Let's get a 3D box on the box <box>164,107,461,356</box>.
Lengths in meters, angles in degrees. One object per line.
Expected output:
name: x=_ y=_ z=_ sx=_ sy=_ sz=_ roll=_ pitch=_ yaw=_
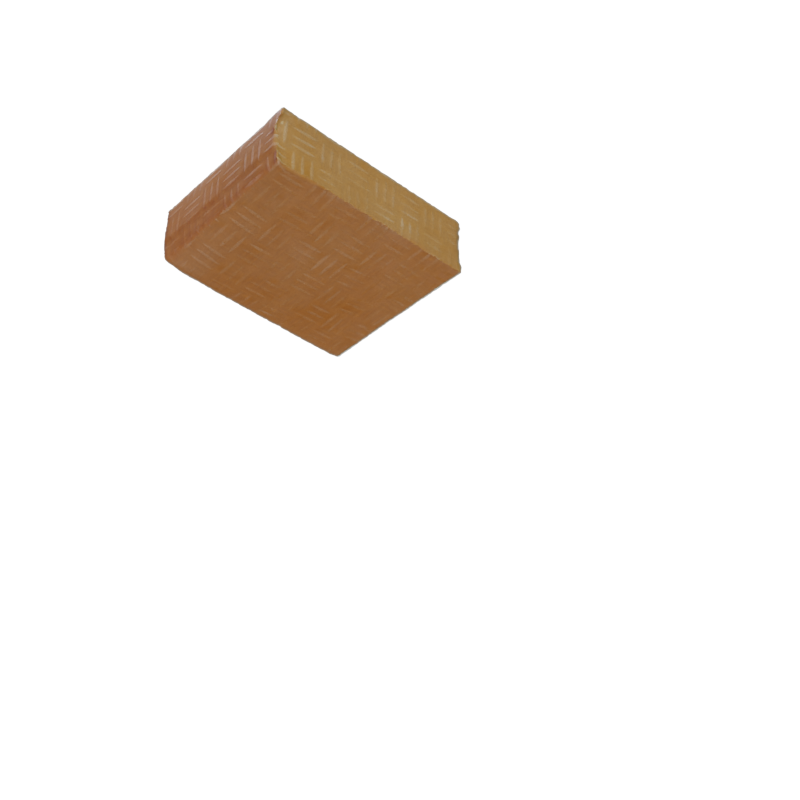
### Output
box: x=-0.041 y=-0.075 z=0.523 sx=0.107 sy=0.042 sz=0.089 roll=28 pitch=-46 yaw=-32
